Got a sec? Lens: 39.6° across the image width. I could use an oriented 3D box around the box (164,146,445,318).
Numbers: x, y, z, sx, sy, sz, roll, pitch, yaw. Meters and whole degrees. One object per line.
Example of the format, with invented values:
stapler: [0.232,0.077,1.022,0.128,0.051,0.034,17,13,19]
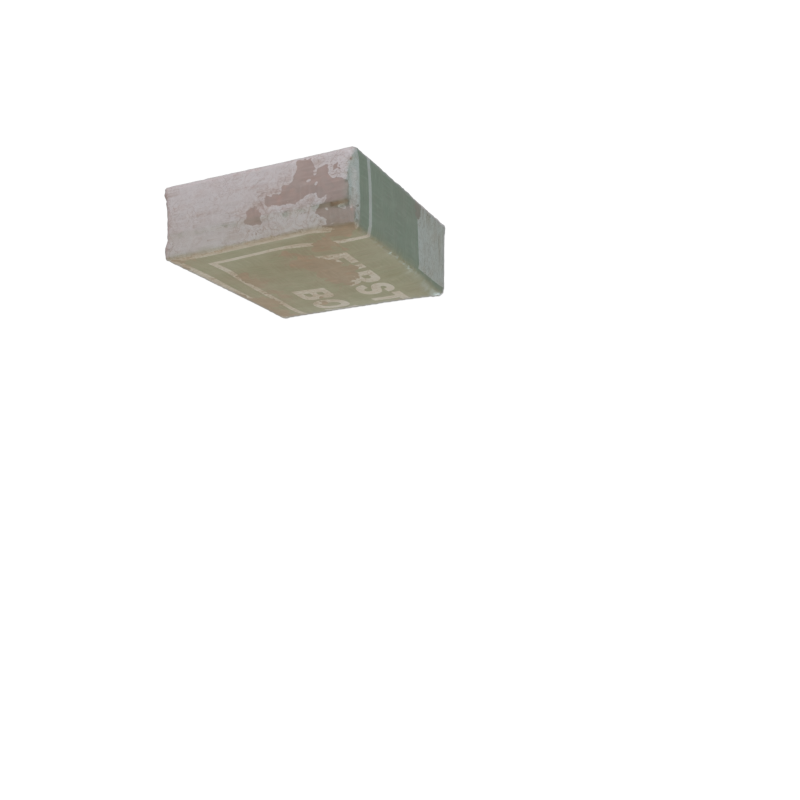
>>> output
box: [-0.039,-0.071,0.497,0.092,0.040,0.107,-6,-15,23]
